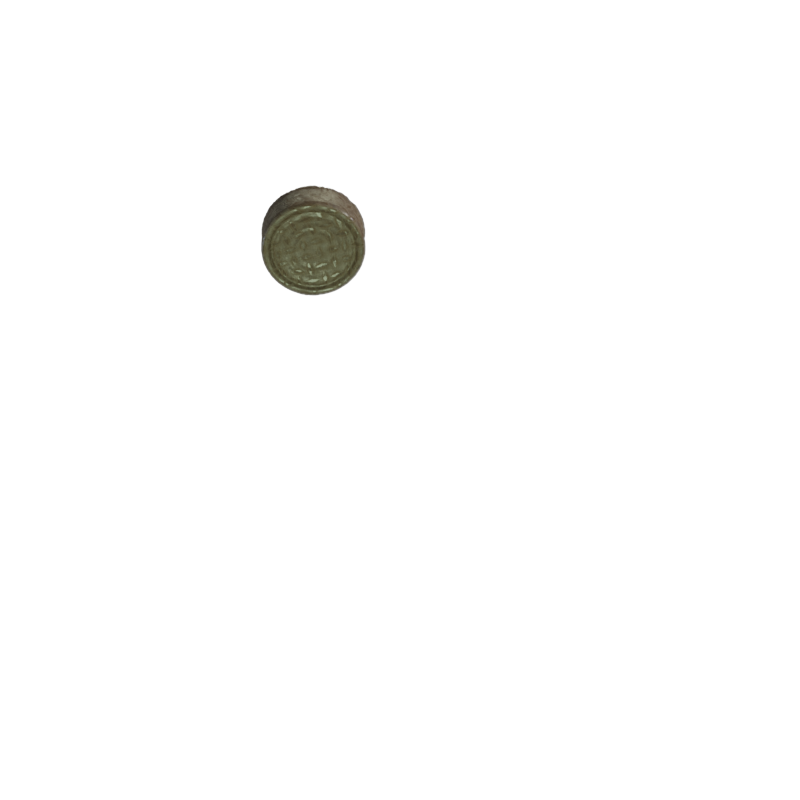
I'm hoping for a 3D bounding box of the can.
[{"bbox_3d":[-0.071,-0.129,0.904,0.086,0.081,0.036,1,30,-1],"label":"can"}]
